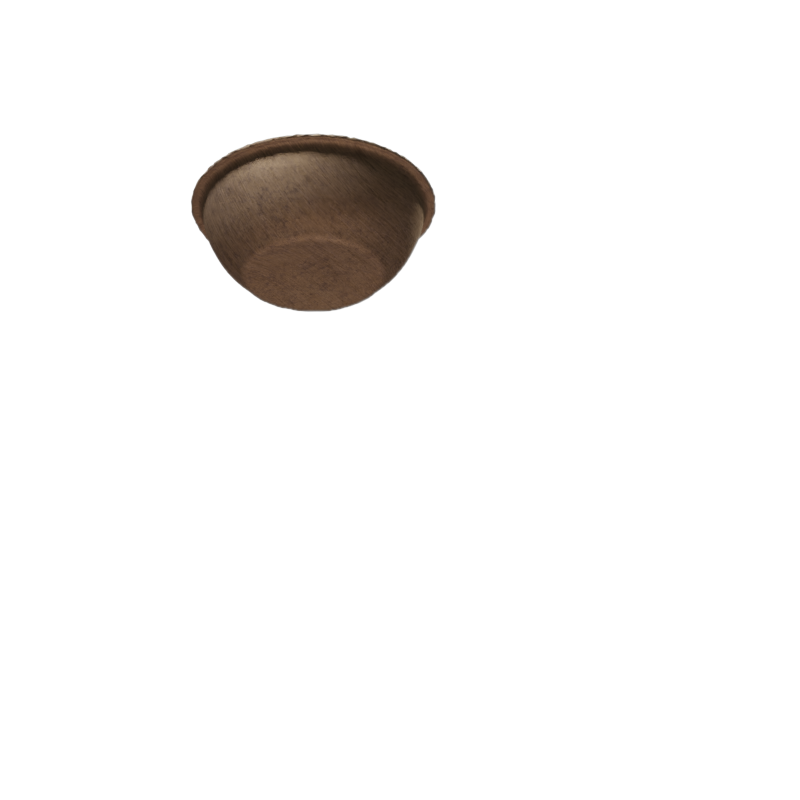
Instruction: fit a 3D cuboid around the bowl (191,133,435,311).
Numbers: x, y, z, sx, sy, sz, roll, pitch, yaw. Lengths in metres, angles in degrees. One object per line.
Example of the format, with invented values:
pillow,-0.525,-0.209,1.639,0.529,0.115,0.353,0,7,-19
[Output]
bowl,-0.056,-0.103,0.721,0.162,0.059,0.152,1,-28,-2
